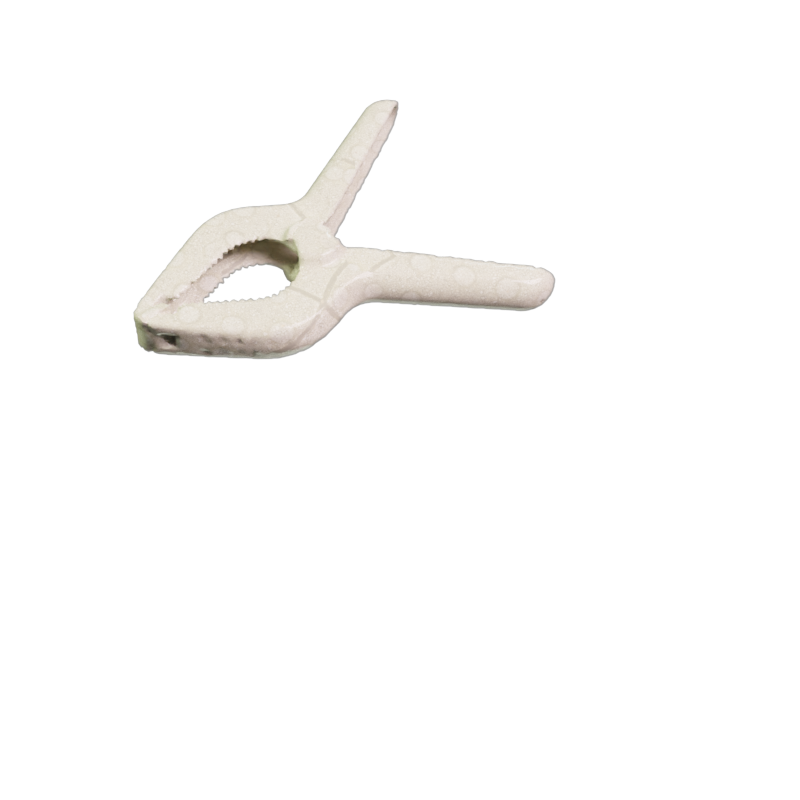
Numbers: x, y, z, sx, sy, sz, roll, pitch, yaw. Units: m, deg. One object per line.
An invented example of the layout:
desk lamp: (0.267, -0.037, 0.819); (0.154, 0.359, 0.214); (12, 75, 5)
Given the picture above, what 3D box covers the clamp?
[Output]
clamp: (-0.047, -0.085, 0.595); (0.208, 0.178, 0.034); (-19, -36, -15)
